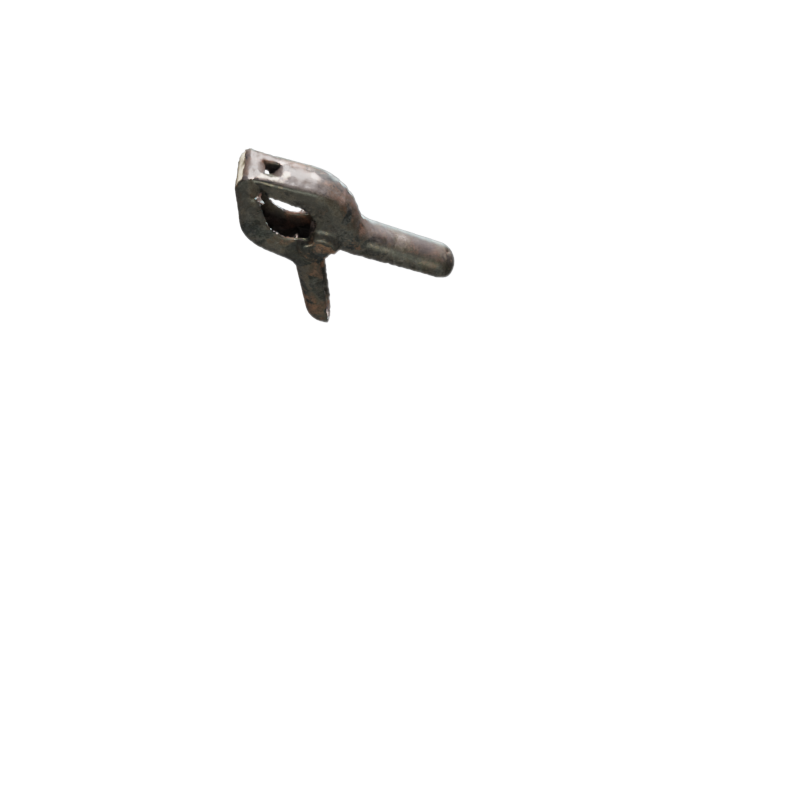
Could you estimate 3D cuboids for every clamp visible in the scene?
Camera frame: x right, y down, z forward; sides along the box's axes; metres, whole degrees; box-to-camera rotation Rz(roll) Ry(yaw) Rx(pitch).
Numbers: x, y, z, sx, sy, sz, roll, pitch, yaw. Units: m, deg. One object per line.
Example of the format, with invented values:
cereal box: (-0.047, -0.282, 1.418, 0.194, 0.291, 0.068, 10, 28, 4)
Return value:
clamp: (-0.059, -0.108, 0.758, 0.119, 0.042, 0.161, -32, -49, 33)
